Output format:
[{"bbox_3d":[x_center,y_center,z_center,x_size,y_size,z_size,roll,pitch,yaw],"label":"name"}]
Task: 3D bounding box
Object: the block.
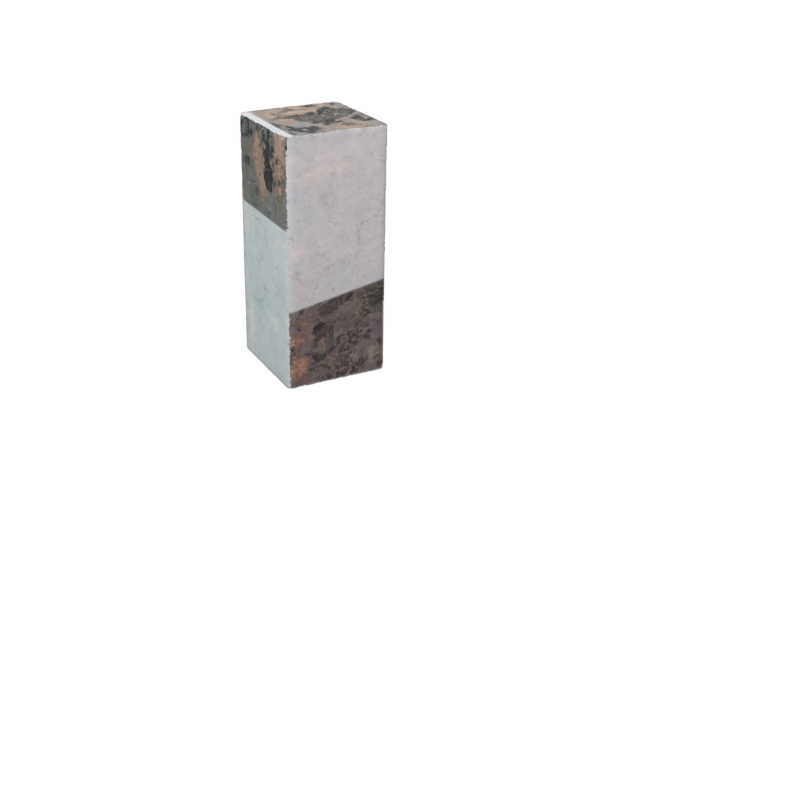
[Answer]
[{"bbox_3d":[-0.071,-0.128,0.896,0.088,0.196,0.097,-10,25,-27],"label":"block"}]
